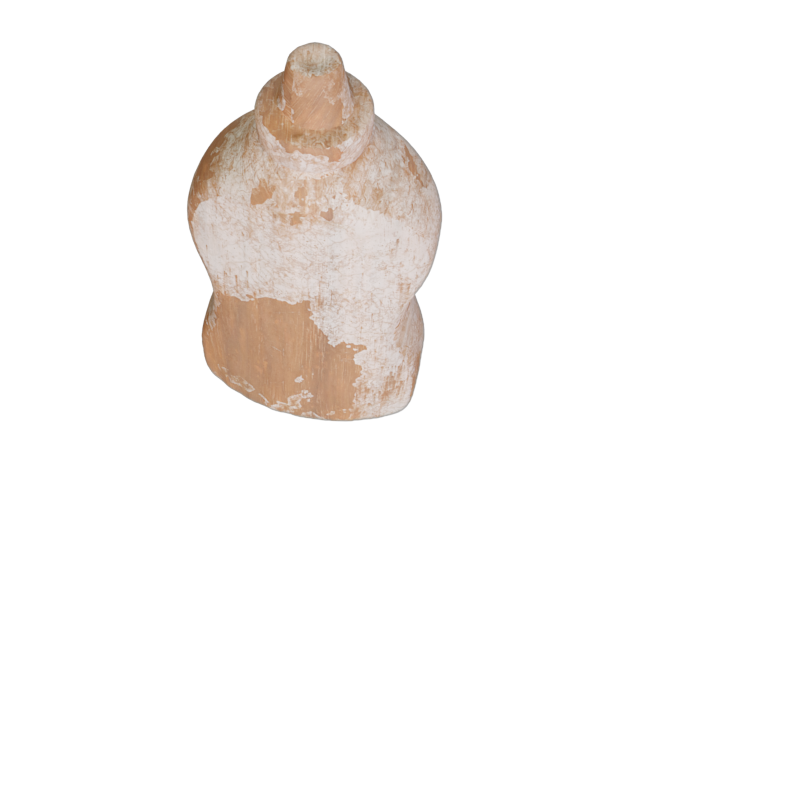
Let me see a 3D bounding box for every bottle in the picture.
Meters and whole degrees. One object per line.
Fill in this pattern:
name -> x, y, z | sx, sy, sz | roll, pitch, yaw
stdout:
bottle -> -0.034, -0.062, 0.433 | 0.097, 0.061, 0.179 | 14, -32, 5
